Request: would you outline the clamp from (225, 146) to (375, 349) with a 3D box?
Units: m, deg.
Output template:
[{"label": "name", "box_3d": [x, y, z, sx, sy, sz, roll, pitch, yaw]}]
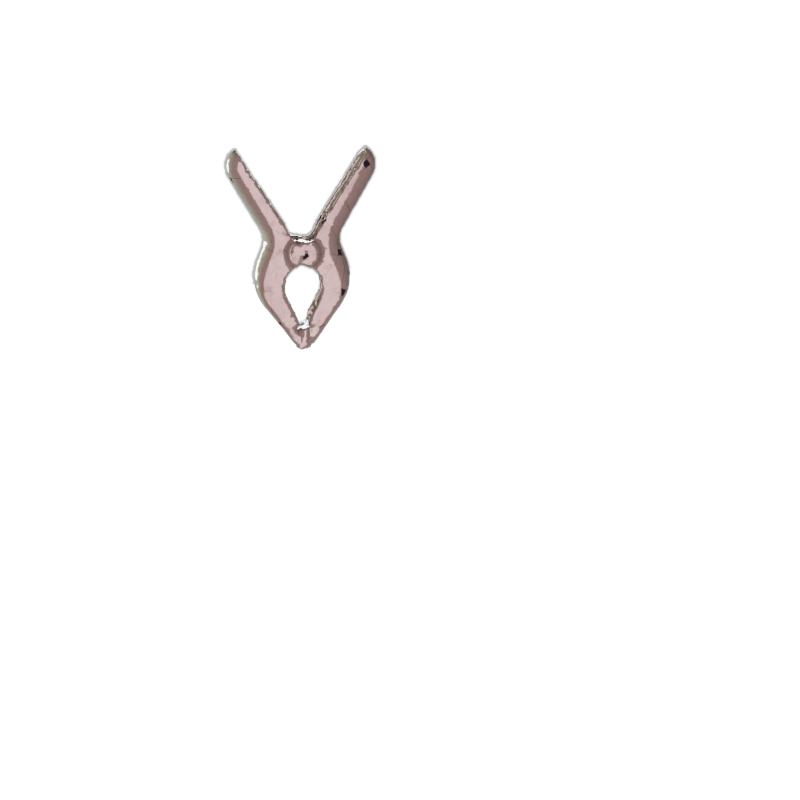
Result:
[{"label": "clamp", "box_3d": [-0.071, -0.130, 0.909, 0.120, 0.165, 0.041, -8, 16, 2]}]
